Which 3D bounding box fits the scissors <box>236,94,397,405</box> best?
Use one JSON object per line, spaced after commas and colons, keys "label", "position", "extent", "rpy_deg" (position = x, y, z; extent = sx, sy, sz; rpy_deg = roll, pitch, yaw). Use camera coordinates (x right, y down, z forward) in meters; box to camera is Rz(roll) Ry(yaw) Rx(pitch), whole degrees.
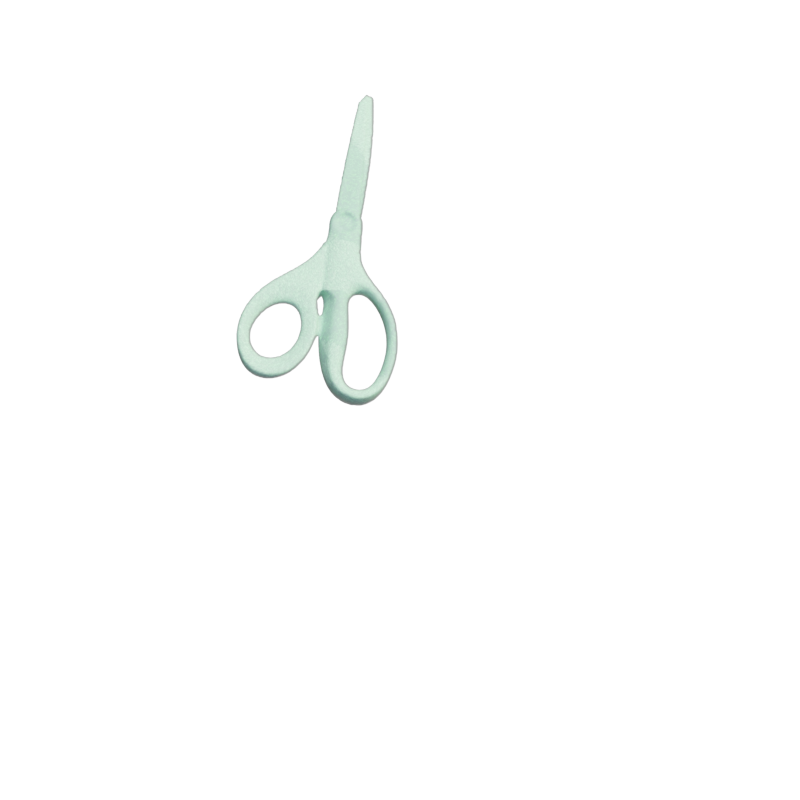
{"label": "scissors", "position": [-0.050, -0.090, 0.633], "extent": [0.096, 0.215, 0.015], "rpy_deg": [-7, -29, -4]}
